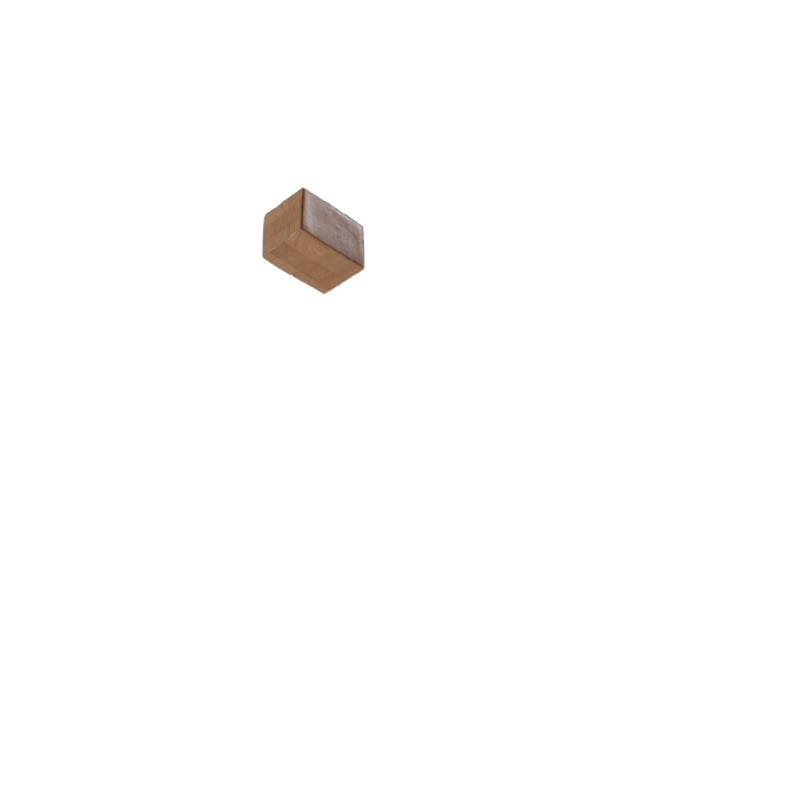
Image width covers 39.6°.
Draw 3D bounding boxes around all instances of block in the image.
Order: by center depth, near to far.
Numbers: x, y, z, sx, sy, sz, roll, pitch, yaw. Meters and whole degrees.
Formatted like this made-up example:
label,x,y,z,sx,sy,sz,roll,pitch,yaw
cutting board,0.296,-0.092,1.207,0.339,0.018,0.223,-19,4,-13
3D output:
label,x,y,z,sx,sy,sz,roll,pitch,yaw
block,-0.076,-0.139,0.973,0.052,0.055,0.073,-32,-46,34
